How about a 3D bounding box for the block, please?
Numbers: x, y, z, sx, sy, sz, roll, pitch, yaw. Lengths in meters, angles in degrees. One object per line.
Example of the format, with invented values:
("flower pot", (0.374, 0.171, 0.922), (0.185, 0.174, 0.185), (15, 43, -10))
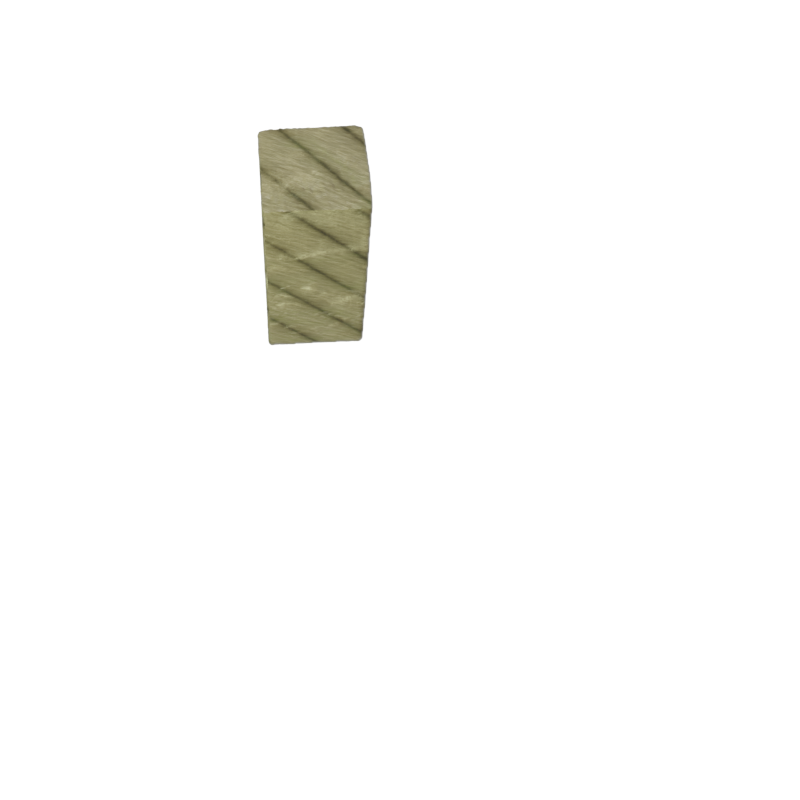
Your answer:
("block", (-0.077, -0.141, 0.985), (0.090, 0.096, 0.193), (-3, -30, -5))
